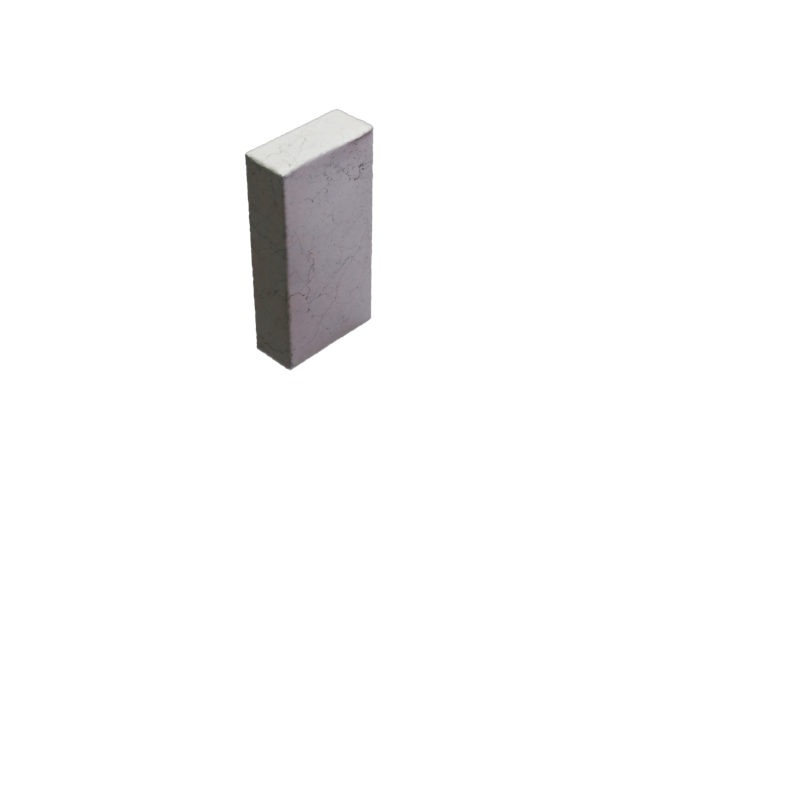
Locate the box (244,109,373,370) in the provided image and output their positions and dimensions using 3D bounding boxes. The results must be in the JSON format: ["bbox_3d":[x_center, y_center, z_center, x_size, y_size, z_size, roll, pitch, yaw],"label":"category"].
[{"bbox_3d":[-0.064,-0.117,0.821,0.051,0.164,0.094,32,49,30],"label":"box"}]
